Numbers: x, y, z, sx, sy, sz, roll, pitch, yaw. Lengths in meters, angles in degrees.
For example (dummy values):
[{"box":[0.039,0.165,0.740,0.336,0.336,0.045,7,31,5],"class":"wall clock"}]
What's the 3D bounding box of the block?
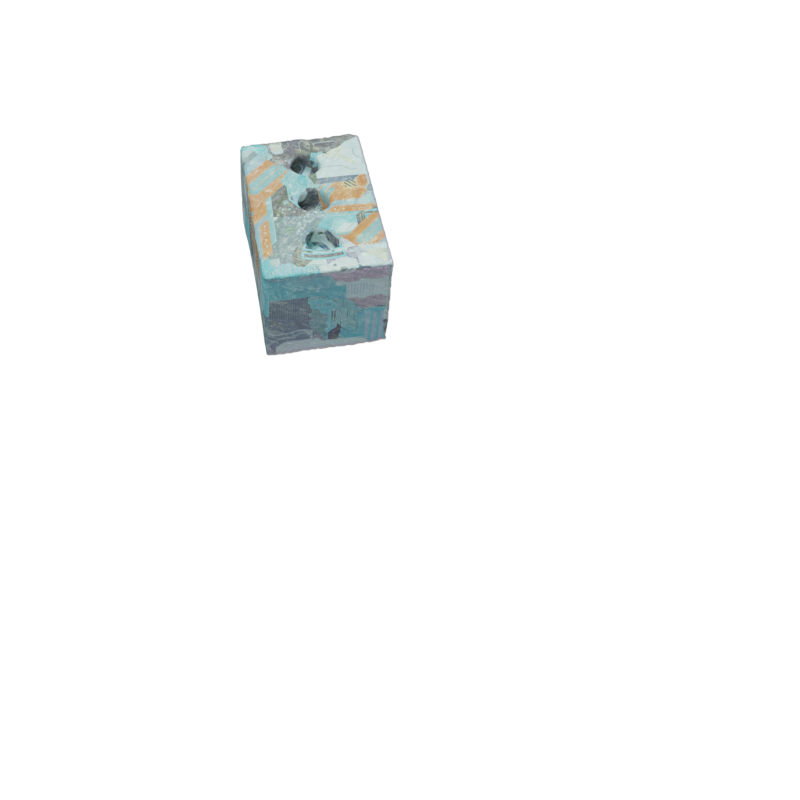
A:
[{"box":[-0.036,-0.066,0.465,0.052,0.084,0.048,-8,-39,-8],"class":"block"}]
